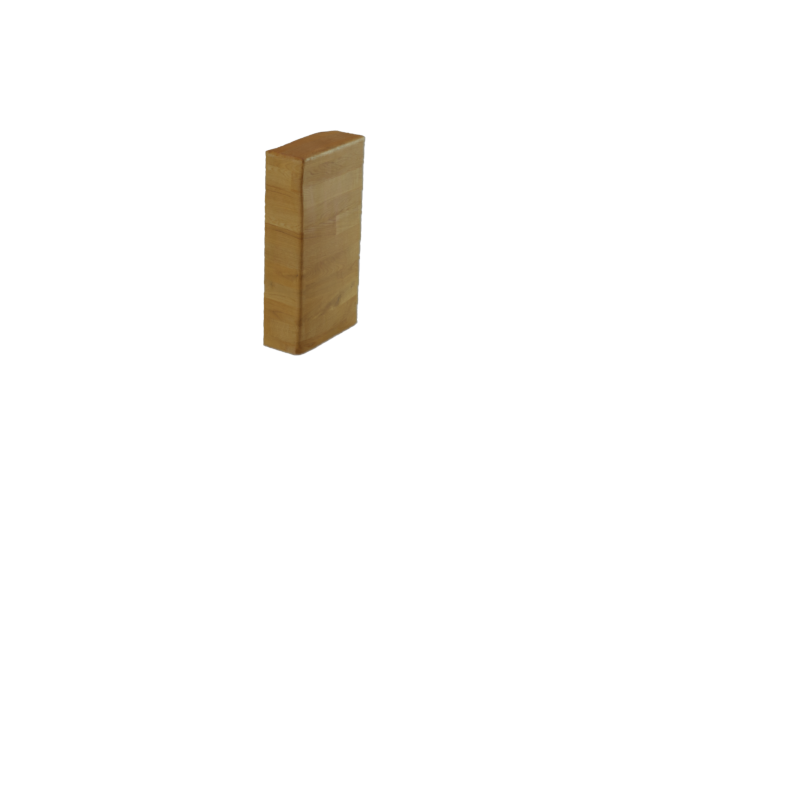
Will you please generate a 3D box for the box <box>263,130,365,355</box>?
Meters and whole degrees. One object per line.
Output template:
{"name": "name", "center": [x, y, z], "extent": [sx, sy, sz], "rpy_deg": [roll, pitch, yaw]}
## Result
{"name": "box", "center": [-0.074, -0.135, 0.943], "extent": [0.050, 0.168, 0.093], "rpy_deg": [14, 25, 30]}
